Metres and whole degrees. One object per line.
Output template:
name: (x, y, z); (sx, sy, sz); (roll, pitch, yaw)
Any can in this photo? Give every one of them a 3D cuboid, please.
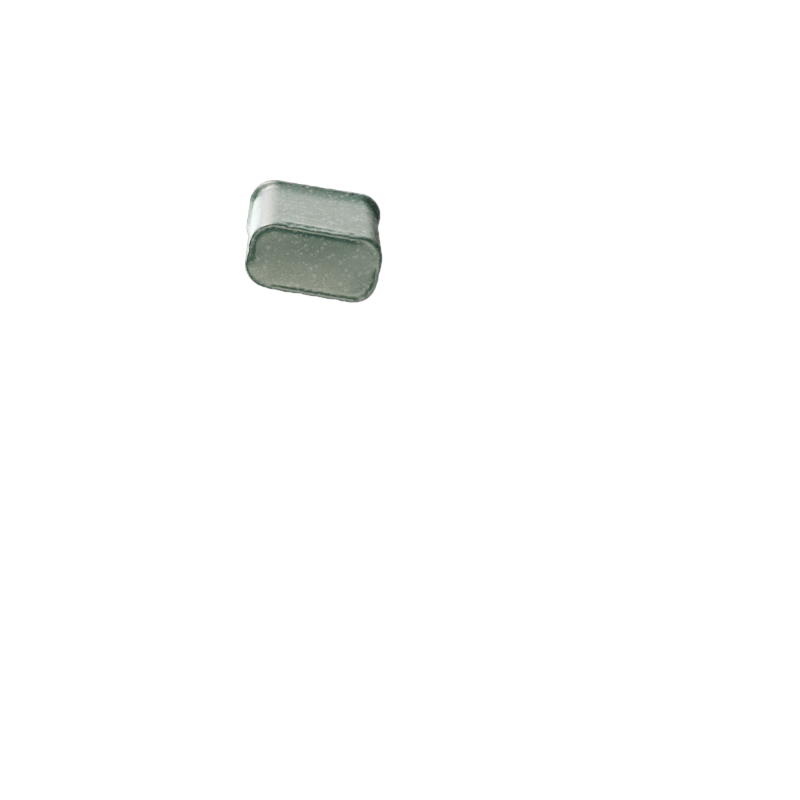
can: (-0.065, -0.118, 0.823); (0.101, 0.055, 0.089); (8, 28, -6)
